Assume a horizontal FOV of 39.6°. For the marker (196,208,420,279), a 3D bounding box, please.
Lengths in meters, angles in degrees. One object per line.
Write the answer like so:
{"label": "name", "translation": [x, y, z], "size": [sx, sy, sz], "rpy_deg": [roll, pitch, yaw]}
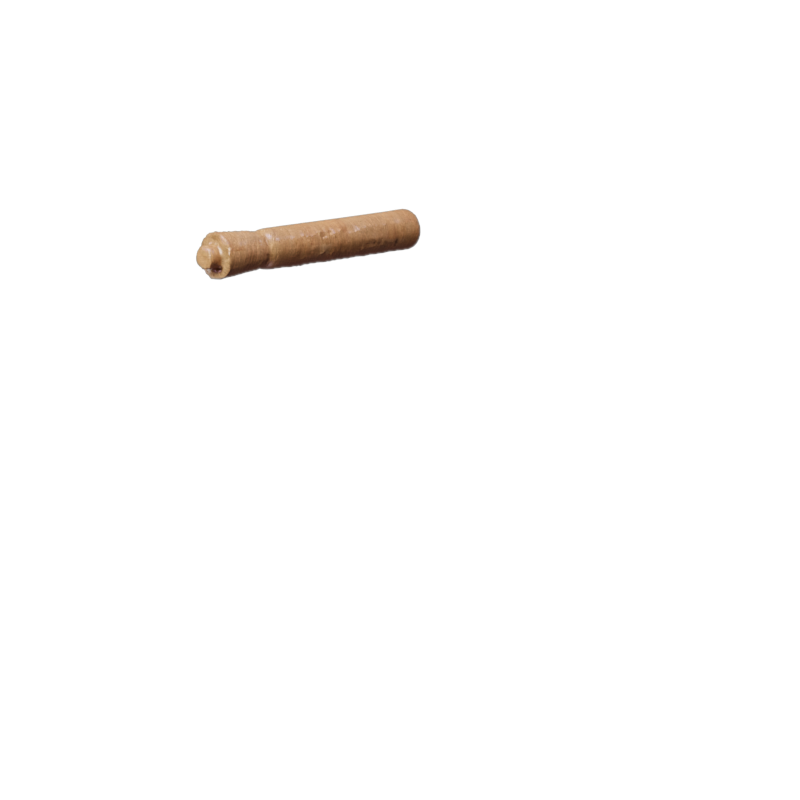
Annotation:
{"label": "marker", "translation": [-0.037, -0.067, 0.467], "size": [0.021, 0.019, 0.118], "rpy_deg": [4, 14, 42]}
